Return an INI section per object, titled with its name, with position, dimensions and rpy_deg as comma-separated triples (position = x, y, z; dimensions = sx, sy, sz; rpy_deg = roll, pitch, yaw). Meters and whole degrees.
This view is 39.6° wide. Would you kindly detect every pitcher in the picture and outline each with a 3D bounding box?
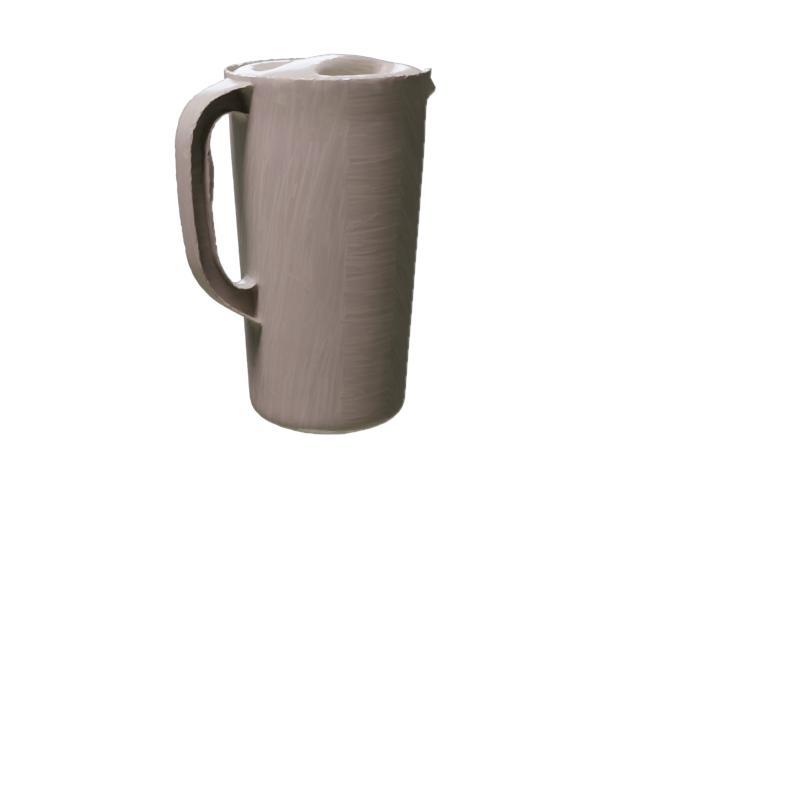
[pitcher]
position = -0.057, -0.105, 0.734
dimensions = 0.151, 0.234, 0.148
rpy_deg = 3, 17, 8
